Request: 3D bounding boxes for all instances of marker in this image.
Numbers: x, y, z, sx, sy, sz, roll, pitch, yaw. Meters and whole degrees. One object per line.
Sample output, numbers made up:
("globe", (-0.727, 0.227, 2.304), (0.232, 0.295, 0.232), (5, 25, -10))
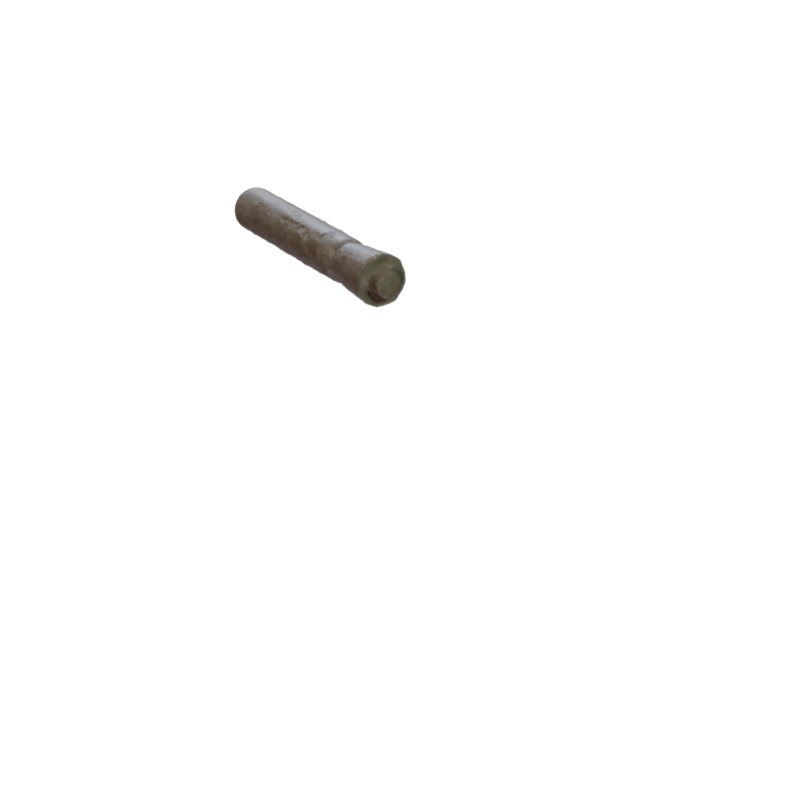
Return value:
("marker", (-0.033, -0.060, 0.419), (0.019, 0.019, 0.129), (-2, 21, -28))
